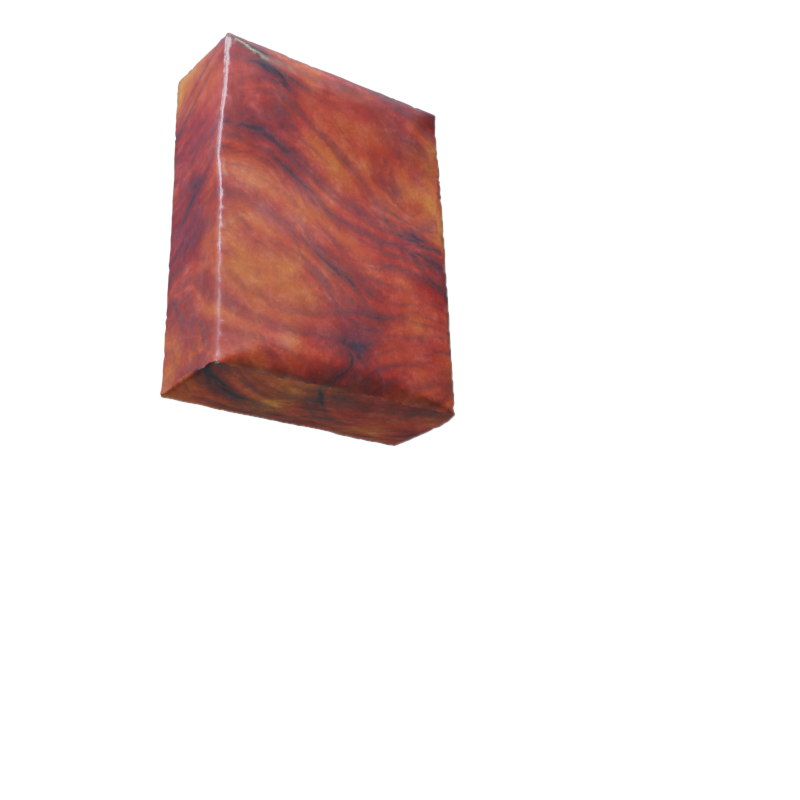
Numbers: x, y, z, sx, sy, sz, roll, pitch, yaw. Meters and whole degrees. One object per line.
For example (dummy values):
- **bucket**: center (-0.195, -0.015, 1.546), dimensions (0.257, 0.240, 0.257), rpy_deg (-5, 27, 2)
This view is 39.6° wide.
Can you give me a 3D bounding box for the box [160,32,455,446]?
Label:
- **box**: center (-0.052, -0.095, 0.664), dimensions (0.156, 0.226, 0.071), rpy_deg (15, -30, -32)
